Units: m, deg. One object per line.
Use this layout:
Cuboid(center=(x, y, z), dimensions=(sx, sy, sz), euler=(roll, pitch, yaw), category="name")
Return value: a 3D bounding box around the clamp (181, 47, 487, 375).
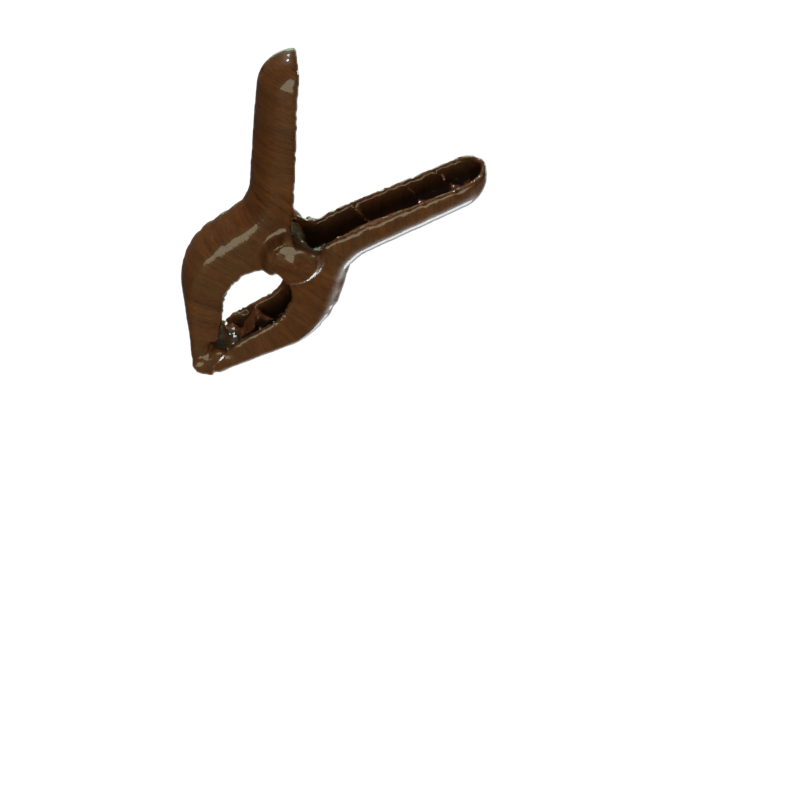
Cuboid(center=(-0.041, -0.076, 0.530), dimensions=(0.116, 0.166, 0.042), euler=(23, 34, -17), category="clamp")
